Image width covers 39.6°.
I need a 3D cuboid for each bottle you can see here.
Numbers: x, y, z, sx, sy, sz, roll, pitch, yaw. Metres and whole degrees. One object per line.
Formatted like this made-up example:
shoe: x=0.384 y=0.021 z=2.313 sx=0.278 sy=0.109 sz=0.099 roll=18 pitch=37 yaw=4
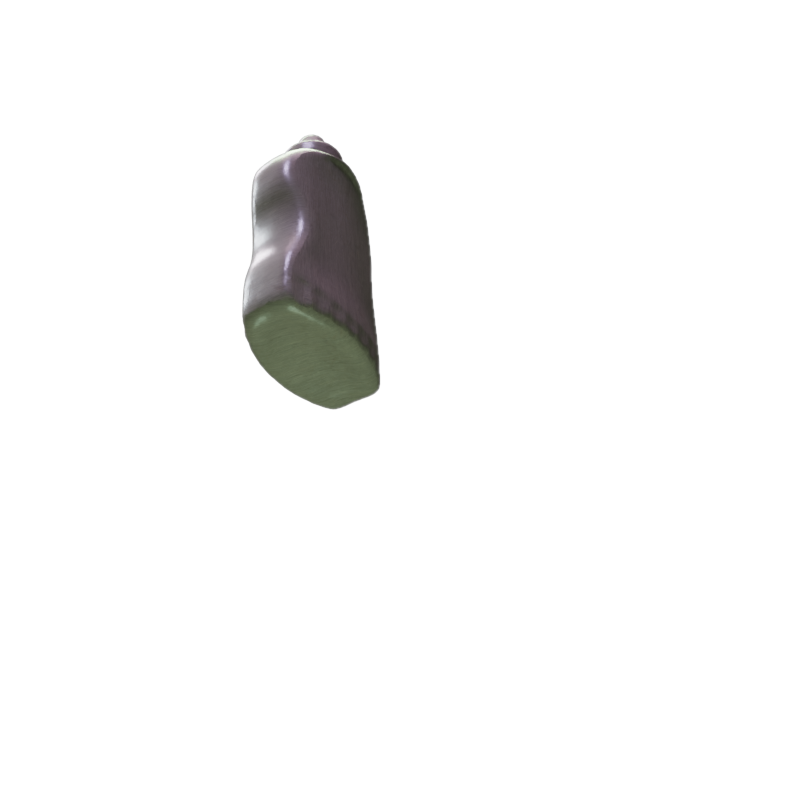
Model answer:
bottle: x=-0.053 y=-0.095 z=0.670 sx=0.058 sy=0.206 sz=0.089 roll=-27 pitch=-47 yaw=23
